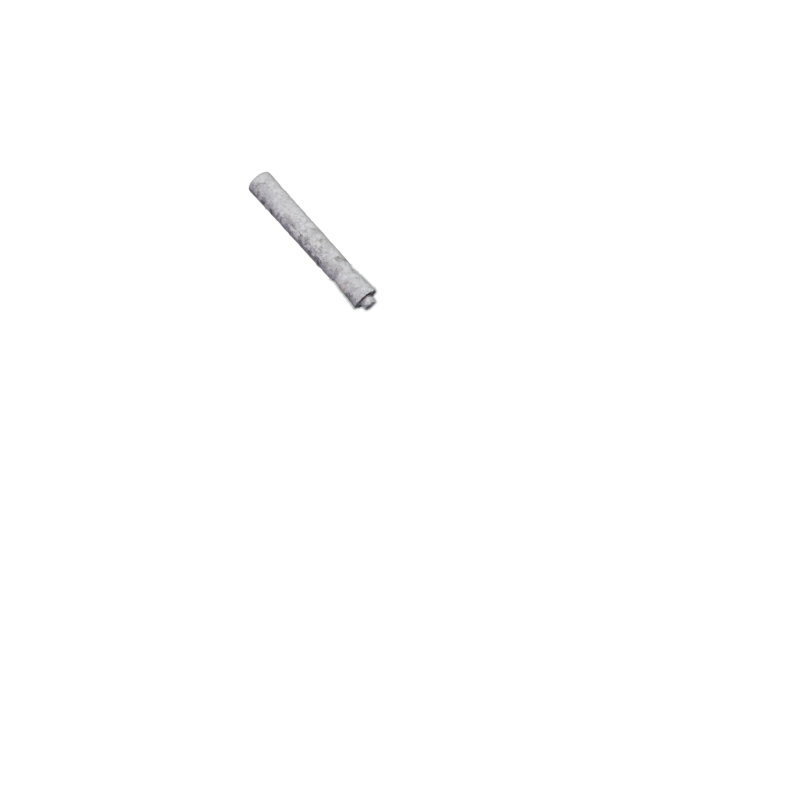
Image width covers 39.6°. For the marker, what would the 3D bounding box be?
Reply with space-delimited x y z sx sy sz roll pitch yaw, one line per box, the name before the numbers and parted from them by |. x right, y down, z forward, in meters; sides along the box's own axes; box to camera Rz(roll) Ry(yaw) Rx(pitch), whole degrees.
marker | -0.059 -0.107 0.750 0.020 0.127 0.019 -36 -19 -15
